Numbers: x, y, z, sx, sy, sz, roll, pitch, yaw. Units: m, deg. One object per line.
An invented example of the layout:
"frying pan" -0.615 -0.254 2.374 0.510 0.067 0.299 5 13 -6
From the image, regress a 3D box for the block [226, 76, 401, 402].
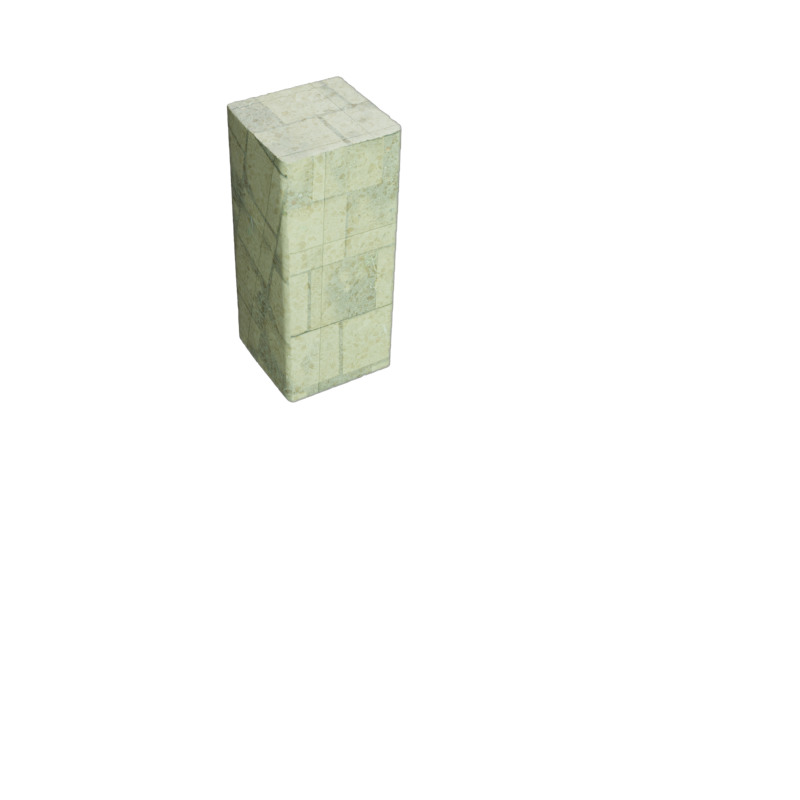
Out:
"block" -0.062 -0.113 0.792 0.090 0.193 0.097 -19 43 -25
